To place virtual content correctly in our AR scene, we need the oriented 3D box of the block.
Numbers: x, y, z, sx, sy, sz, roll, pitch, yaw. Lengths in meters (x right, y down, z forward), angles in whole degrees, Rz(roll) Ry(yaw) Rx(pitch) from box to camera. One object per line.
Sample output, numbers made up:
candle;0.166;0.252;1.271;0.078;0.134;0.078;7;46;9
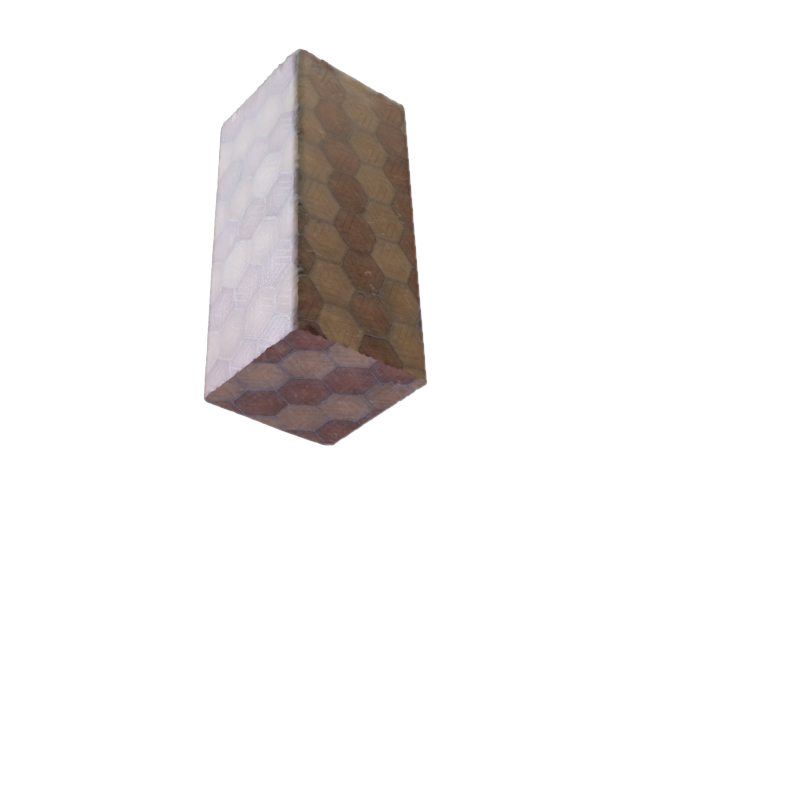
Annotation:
block;-0.052;-0.094;0.655;0.085;0.221;0.089;23;-43;-32
